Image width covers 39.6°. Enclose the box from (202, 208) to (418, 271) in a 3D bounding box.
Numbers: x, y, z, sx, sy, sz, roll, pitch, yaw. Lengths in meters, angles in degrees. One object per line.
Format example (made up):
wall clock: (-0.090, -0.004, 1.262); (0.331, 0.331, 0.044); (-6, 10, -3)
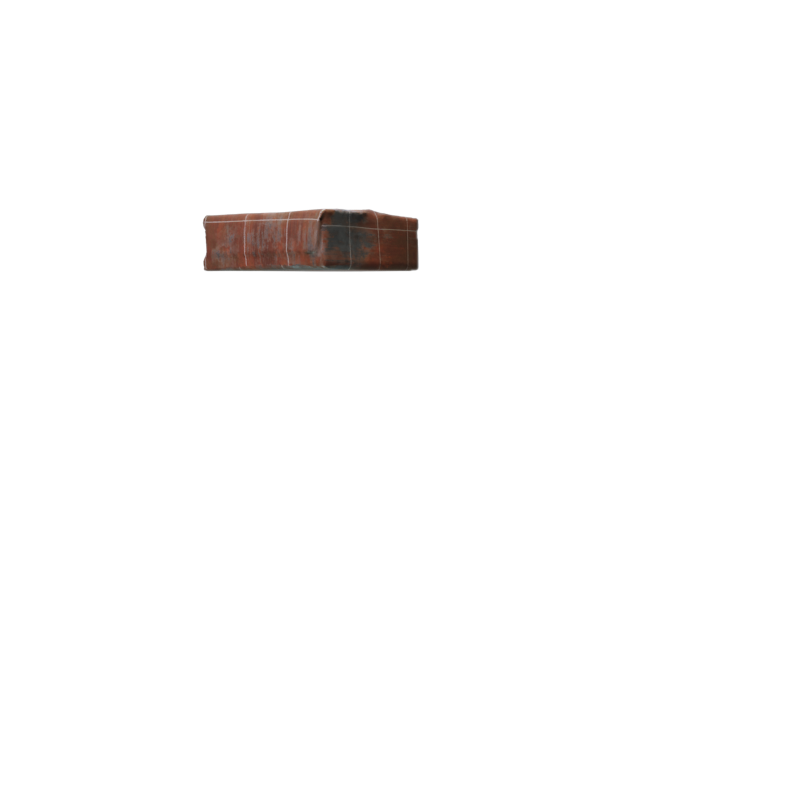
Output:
box: (-0.044, -0.080, 0.557); (0.076, 0.030, 0.086); (3, 6, 34)
